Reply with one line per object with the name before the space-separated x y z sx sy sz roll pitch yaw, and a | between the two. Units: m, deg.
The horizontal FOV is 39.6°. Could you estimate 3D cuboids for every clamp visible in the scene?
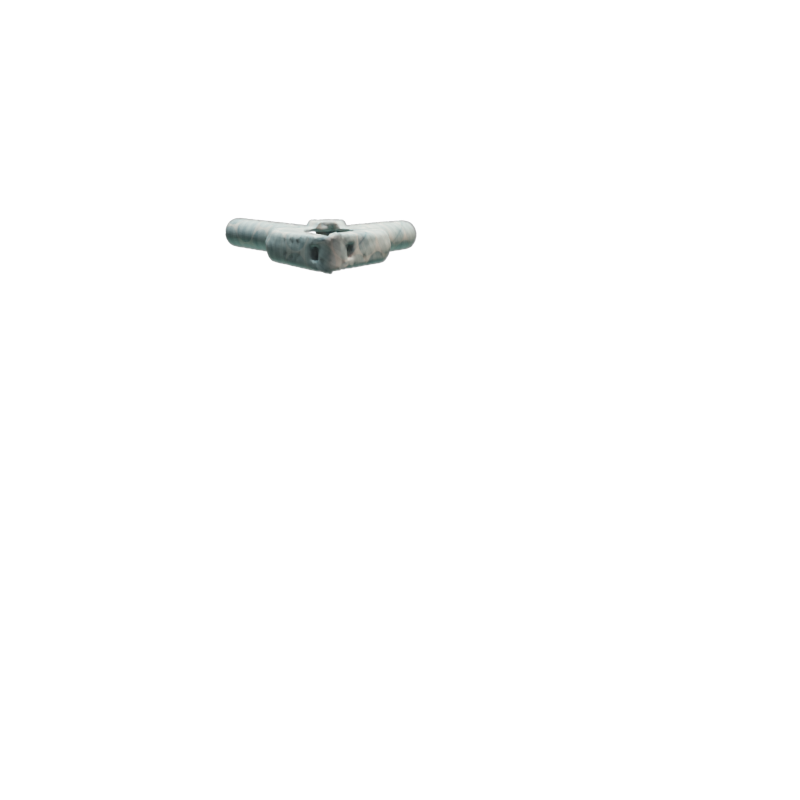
clamp | -0.069 -0.126 0.880 0.165 0.036 0.214 0 13 2
